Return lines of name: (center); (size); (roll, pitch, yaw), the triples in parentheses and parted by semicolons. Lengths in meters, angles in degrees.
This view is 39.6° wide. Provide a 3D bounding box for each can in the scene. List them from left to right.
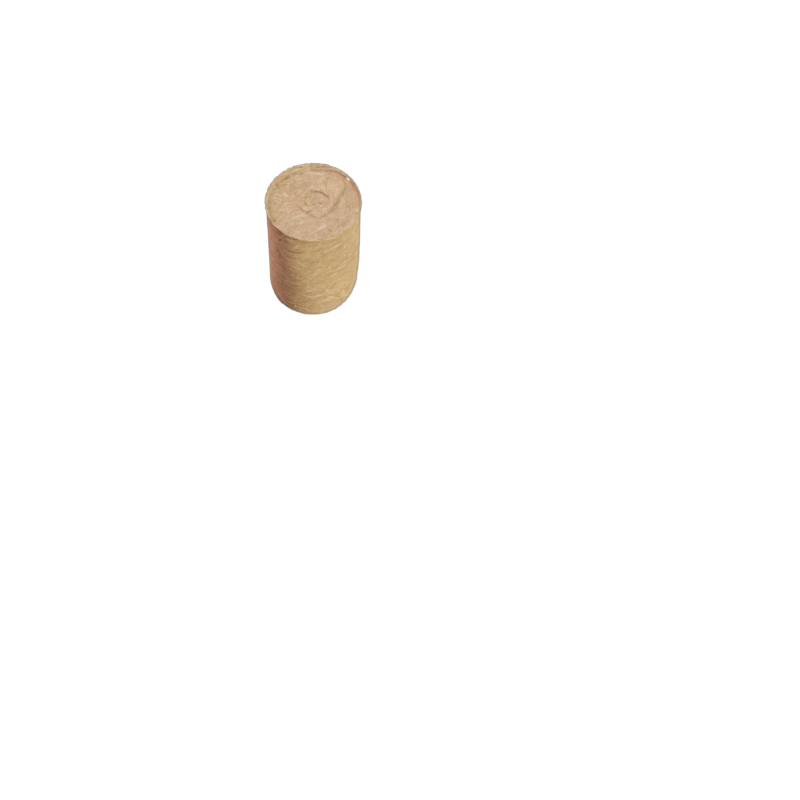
can: (-0.064, -0.116, 0.811); (0.068, 0.073, 0.096); (0, -30, -3)
